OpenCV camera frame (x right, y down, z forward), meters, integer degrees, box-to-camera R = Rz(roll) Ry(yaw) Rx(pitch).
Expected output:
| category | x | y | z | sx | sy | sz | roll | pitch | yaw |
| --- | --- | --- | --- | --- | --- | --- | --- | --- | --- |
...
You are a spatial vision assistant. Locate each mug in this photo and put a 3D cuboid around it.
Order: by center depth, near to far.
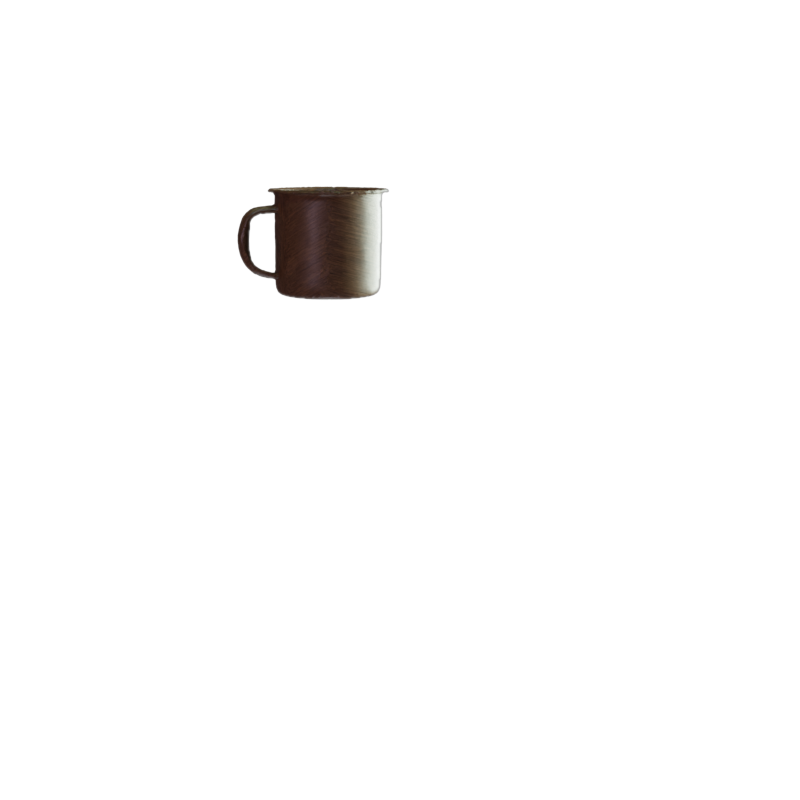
| category | x | y | z | sx | sy | sz | roll | pitch | yaw |
| --- | --- | --- | --- | --- | --- | --- | --- | --- | --- |
| mug | -0.066 | -0.121 | 0.849 | 0.115 | 0.080 | 0.097 | -3 | 10 | -19 |
